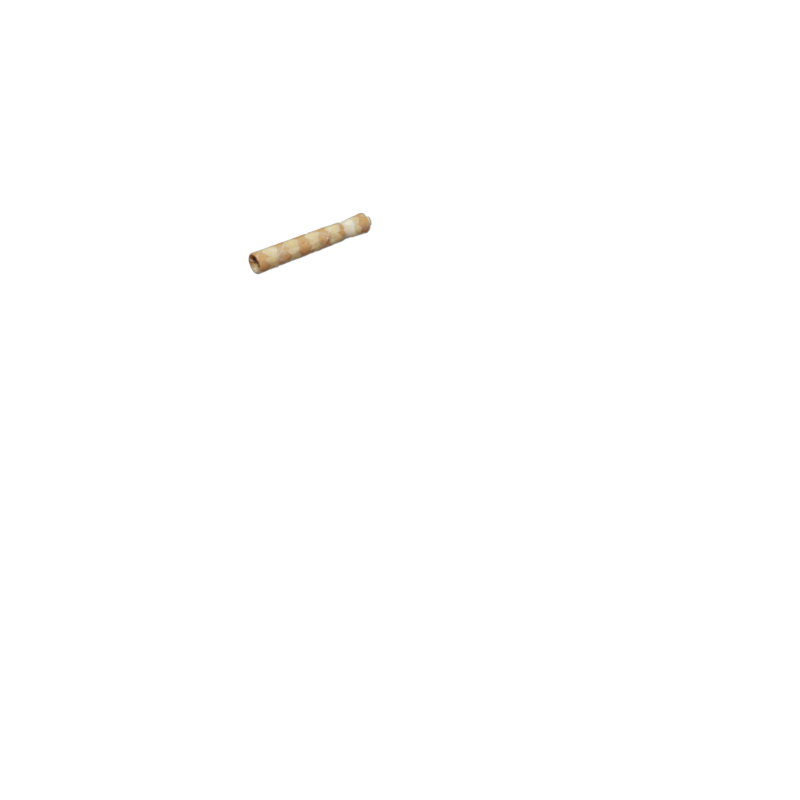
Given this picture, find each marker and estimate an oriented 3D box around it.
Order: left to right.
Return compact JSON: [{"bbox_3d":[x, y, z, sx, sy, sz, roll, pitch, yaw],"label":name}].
[{"bbox_3d":[-0.074,-0.135,0.949,0.120,0.019,0.021,-26,17,-30],"label":"marker"}]
